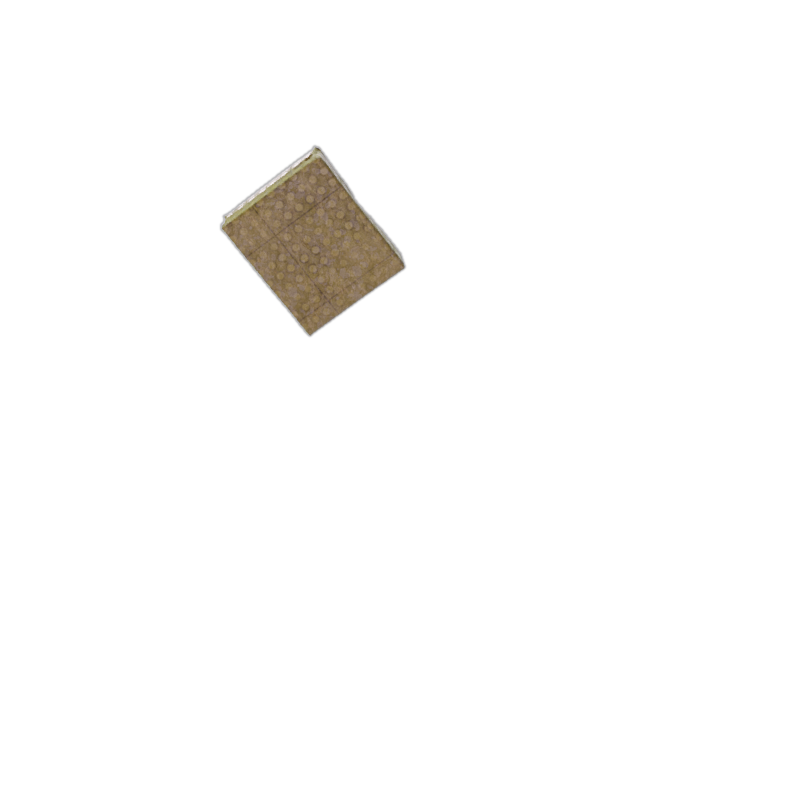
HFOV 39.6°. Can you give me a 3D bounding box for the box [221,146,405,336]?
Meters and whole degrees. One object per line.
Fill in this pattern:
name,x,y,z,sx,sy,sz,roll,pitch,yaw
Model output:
box,-0.052,-0.095,0.667,0.073,0.086,0.031,-36,14,10
